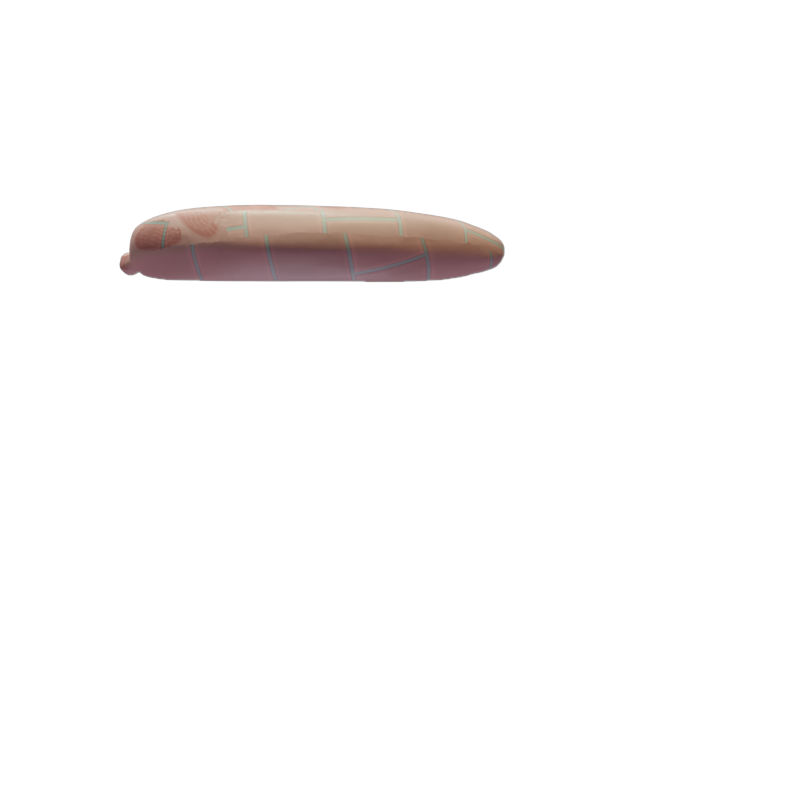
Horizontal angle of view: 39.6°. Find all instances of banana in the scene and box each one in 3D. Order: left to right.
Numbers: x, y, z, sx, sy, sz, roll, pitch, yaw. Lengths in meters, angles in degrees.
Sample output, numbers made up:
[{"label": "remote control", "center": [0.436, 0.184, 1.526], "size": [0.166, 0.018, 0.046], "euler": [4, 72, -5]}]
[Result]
[{"label": "banana", "center": [-0.048, -0.076, 0.538], "size": [0.199, 0.036, 0.070], "euler": [1, 8, 6]}]
